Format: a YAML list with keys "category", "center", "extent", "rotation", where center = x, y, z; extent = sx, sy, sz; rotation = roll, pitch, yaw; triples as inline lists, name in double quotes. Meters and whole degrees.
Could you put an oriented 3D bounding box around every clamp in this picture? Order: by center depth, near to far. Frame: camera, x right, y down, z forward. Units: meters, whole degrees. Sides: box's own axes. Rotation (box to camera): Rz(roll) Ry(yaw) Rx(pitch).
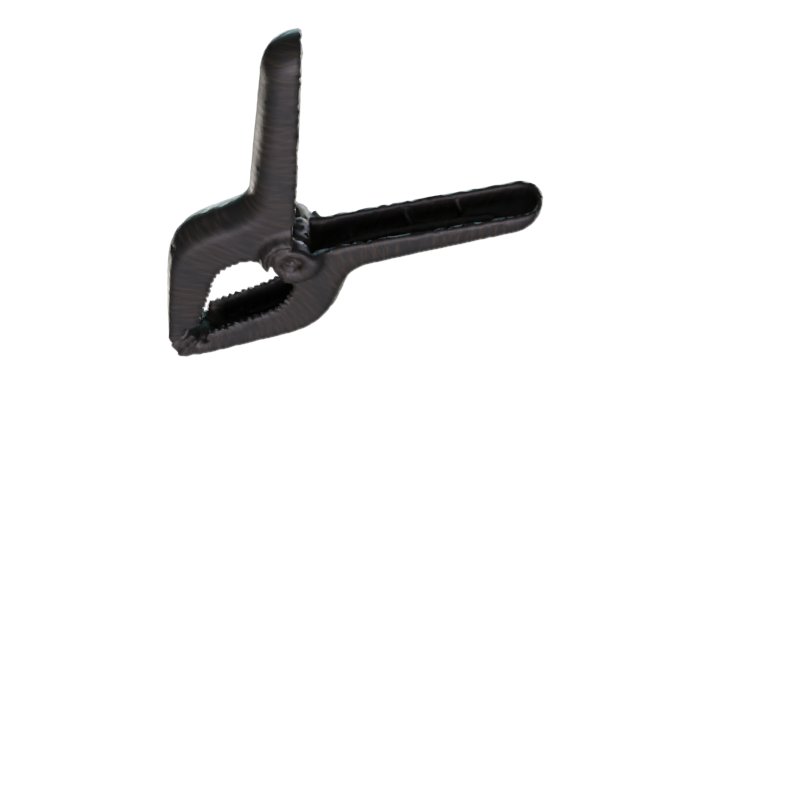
- category: "clamp"
  center: [-0.044, -0.081, 0.564]
  extent: [0.157, 0.039, 0.206]
  rotation: [24, -44, -27]
